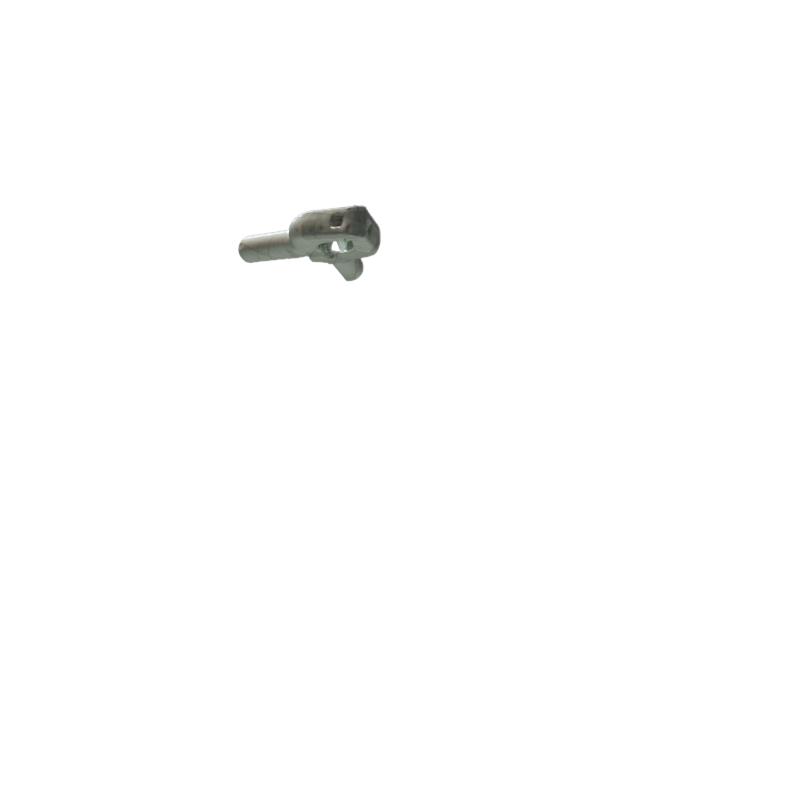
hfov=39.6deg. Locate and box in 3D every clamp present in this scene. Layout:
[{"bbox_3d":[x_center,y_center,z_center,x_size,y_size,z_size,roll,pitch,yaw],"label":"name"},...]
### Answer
[{"bbox_3d":[-0.076,-0.139,0.974,0.118,0.040,0.169,2,-10,-13],"label":"clamp"}]
